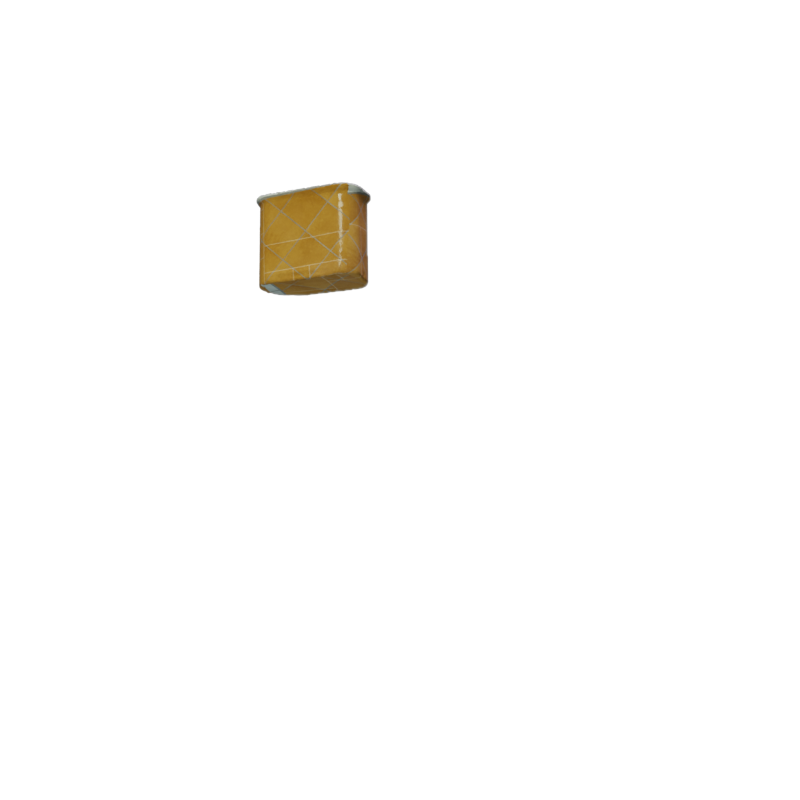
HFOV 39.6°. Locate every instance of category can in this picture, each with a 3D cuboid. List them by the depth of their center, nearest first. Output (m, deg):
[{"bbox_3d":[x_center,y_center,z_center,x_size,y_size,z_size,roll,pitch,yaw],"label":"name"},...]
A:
[{"bbox_3d":[-0.078,-0.142,0.993,0.104,0.087,0.054,-6,-16,22],"label":"can"}]
